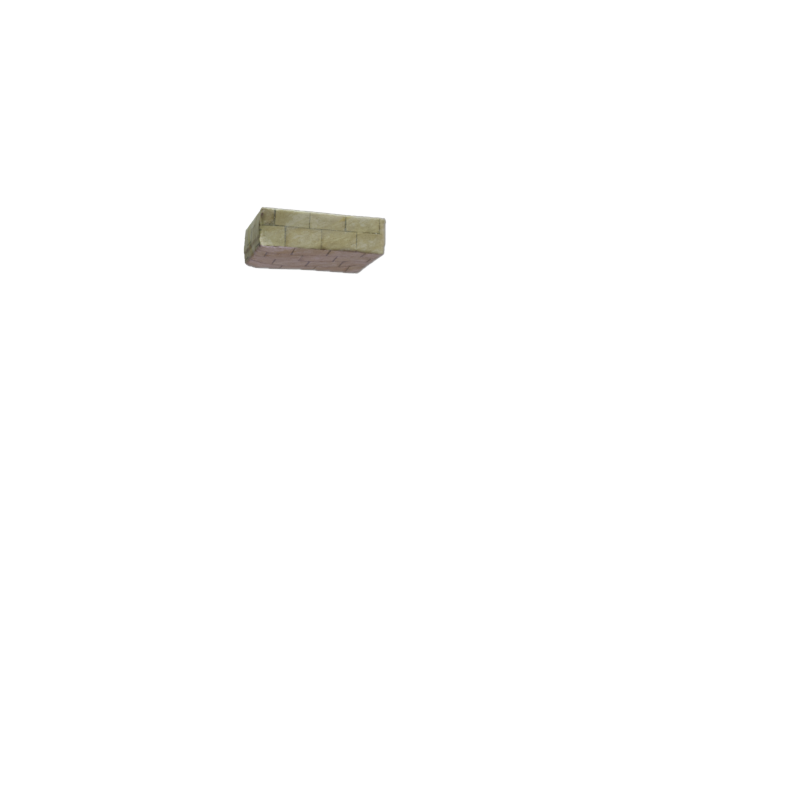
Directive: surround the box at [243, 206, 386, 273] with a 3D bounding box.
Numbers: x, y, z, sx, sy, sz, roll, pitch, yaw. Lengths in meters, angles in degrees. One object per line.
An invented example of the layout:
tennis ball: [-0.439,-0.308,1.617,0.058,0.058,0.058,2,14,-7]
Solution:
box: [-0.078,-0.141,0.990,0.111,0.040,0.089,1,-7,-14]
